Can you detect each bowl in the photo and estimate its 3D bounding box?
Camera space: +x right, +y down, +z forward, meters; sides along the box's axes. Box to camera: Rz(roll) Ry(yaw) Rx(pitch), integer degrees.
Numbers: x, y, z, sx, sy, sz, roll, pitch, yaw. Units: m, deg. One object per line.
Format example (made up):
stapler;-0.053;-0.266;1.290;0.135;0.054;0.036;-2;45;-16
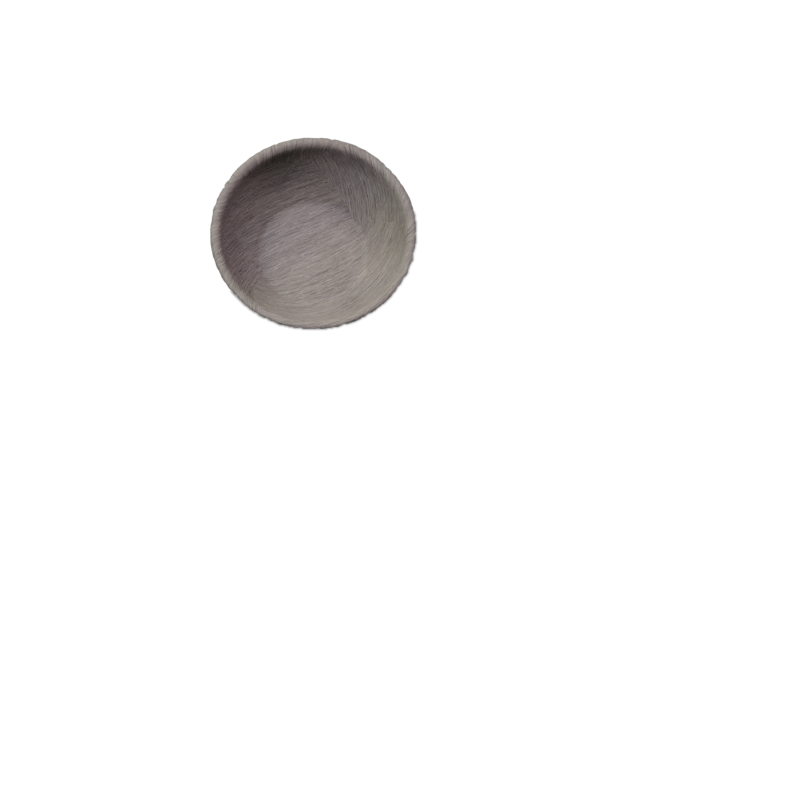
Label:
bowl;-0.070;-0.127;0.891;0.162;0.170;0.053;-1;-19;-1
